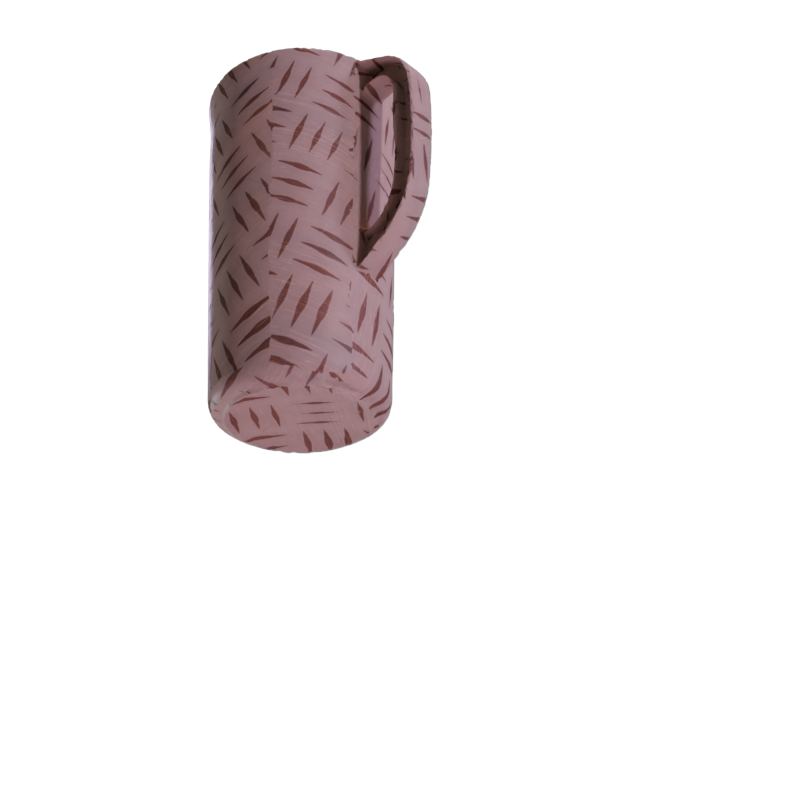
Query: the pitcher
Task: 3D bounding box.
[{"bbox_3d":[-0.055,-0.100,0.703,0.144,0.260,0.140,0,-32,-3],"label":"pitcher"}]
